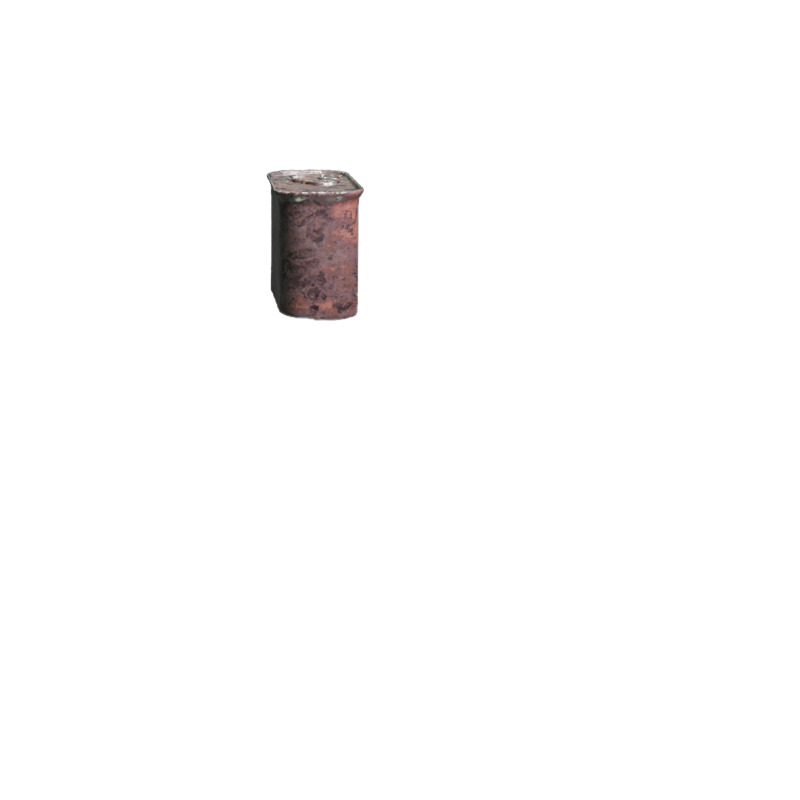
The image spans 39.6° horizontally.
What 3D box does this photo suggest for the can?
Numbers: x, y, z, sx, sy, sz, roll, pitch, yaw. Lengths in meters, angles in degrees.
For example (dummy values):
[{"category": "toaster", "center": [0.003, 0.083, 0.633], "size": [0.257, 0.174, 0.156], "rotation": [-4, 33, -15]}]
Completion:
[{"category": "can", "center": [-0.058, -0.106, 0.741], "size": [0.057, 0.081, 0.107], "rotation": [-2, 17, -10]}]
